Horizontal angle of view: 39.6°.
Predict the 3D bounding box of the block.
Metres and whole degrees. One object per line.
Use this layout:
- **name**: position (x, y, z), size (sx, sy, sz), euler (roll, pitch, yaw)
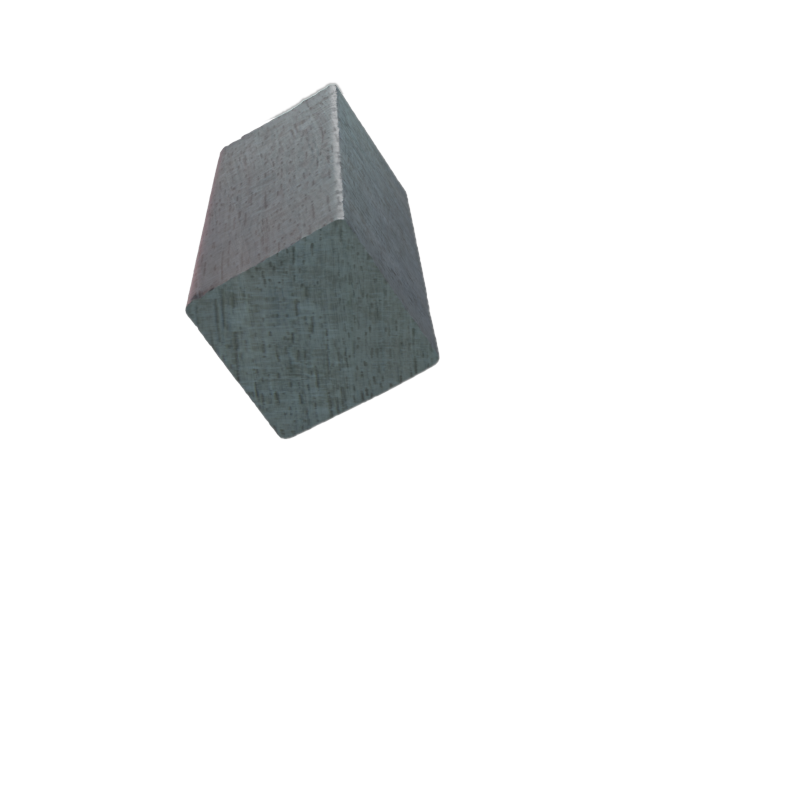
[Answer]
- **block**: position (-0.048, -0.086, 0.607), size (0.090, 0.085, 0.219), euler (-28, 29, 13)
